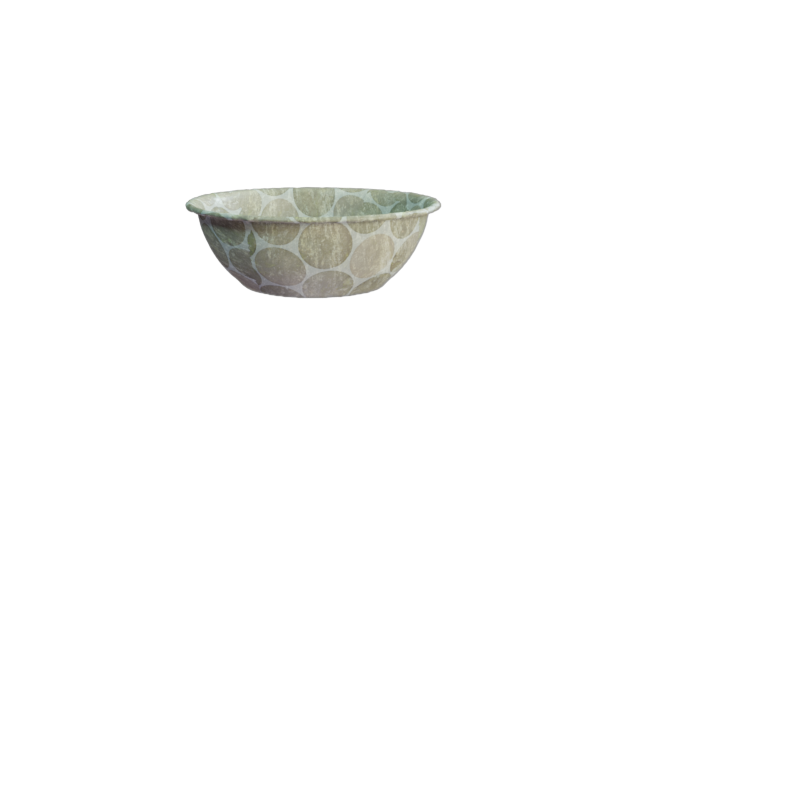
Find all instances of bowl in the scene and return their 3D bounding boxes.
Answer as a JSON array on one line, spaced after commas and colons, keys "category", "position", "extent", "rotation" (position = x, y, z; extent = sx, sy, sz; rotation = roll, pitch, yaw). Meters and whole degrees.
[{"category": "bowl", "position": [-0.055, -0.101, 0.708], "extent": [0.162, 0.053, 0.168], "rotation": [-1, 17, -2]}]
